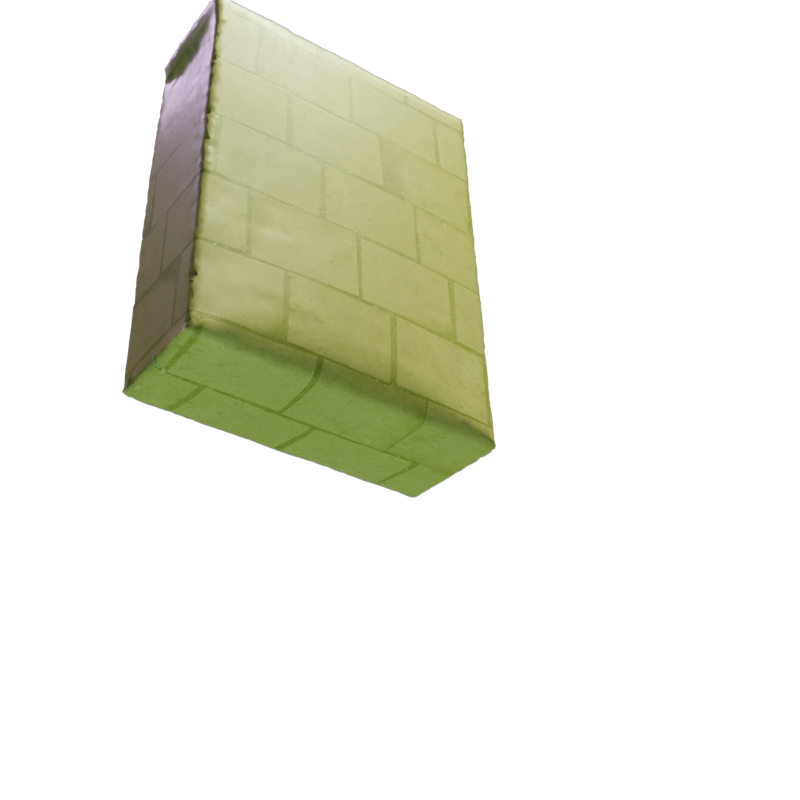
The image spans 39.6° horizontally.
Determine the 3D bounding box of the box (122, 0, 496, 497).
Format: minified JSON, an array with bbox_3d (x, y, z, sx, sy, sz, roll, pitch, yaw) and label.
[{"bbox_3d":[-0.043,-0.079,0.552,0.156,0.229,0.070,21,-43,-28],"label":"box"}]
